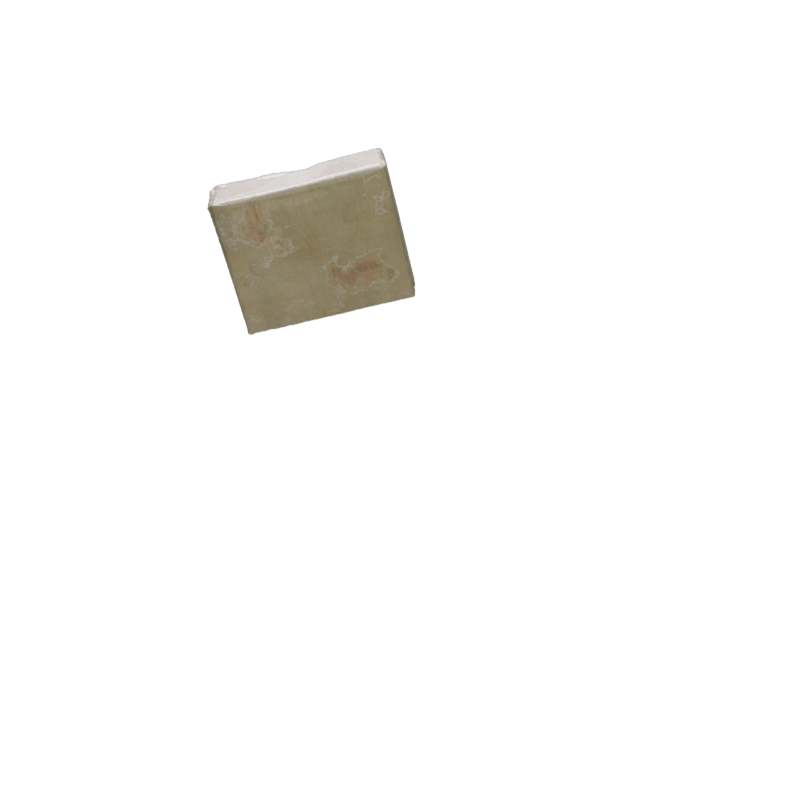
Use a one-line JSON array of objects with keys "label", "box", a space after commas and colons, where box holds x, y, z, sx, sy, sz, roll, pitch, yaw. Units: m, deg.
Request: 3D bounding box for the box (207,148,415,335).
[{"label": "box", "box": [-0.043, -0.079, 0.552, 0.090, 0.069, 0.032, -12, 26, 6]}]
